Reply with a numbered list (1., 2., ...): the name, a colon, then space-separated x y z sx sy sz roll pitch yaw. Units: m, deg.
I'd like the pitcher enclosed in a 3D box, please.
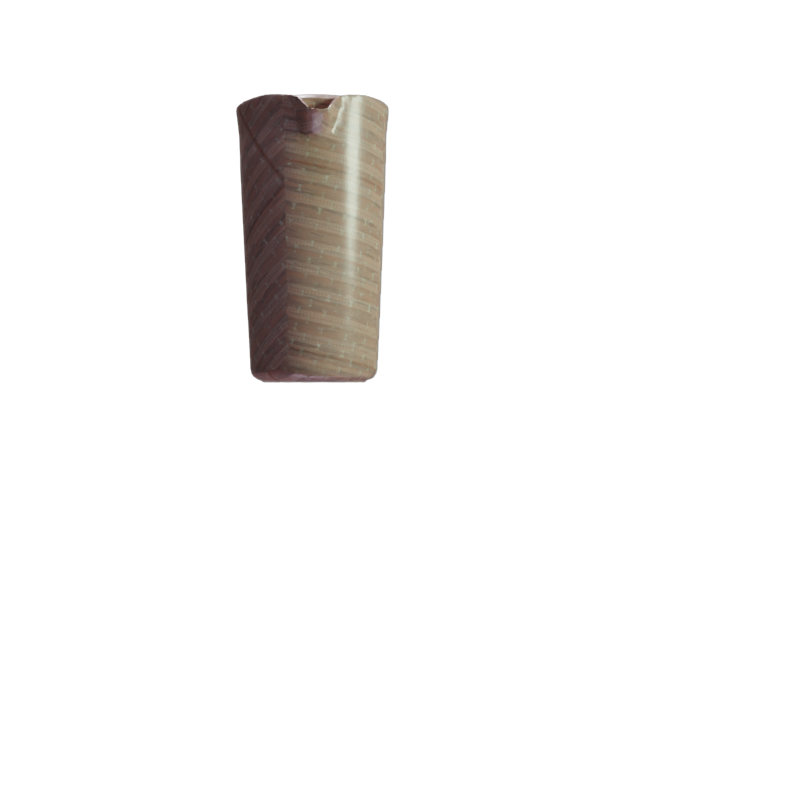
1. pitcher: -0.075 -0.138 0.964 0.150 0.247 0.142 -4 -6 38
